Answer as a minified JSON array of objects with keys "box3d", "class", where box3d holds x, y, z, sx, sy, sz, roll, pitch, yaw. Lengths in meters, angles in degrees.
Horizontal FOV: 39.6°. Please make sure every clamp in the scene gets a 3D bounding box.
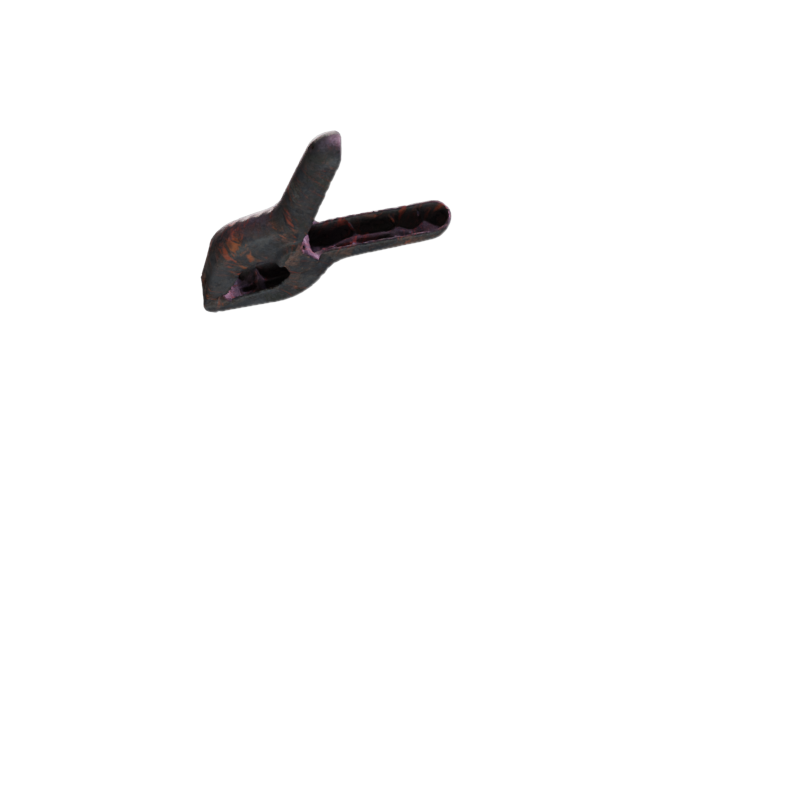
[{"box3d":[-0.055,-0.101,0.707,0.113,0.042,0.170,25,-40,-35],"class":"clamp"}]
